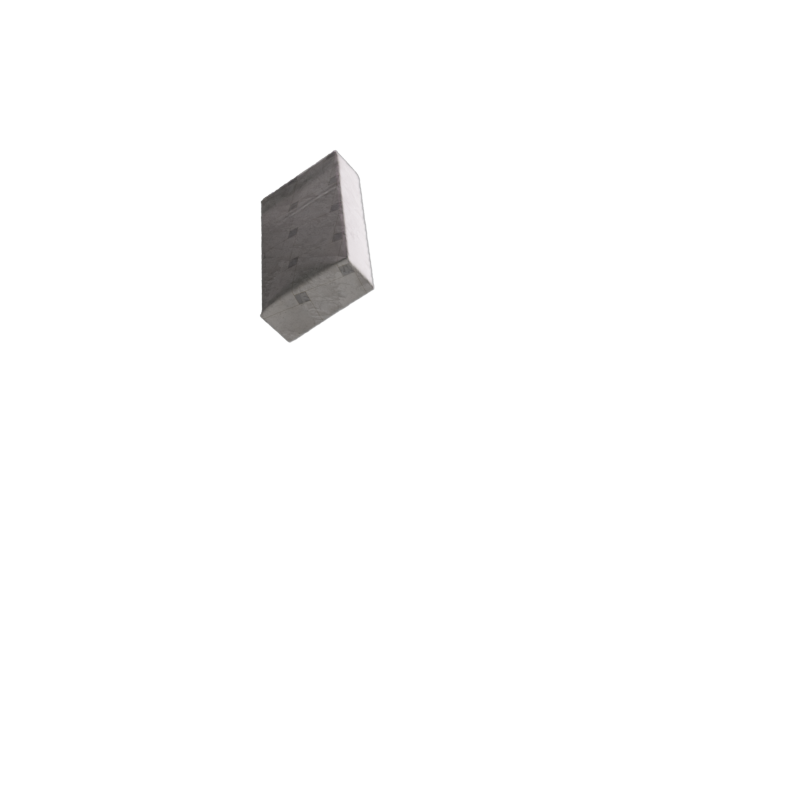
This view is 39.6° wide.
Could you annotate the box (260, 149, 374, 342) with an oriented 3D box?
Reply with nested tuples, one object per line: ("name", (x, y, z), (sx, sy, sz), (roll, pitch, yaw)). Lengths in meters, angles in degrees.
("box", (-0.076, -0.138, 0.970), (0.093, 0.189, 0.045), (-31, -56, 19))
